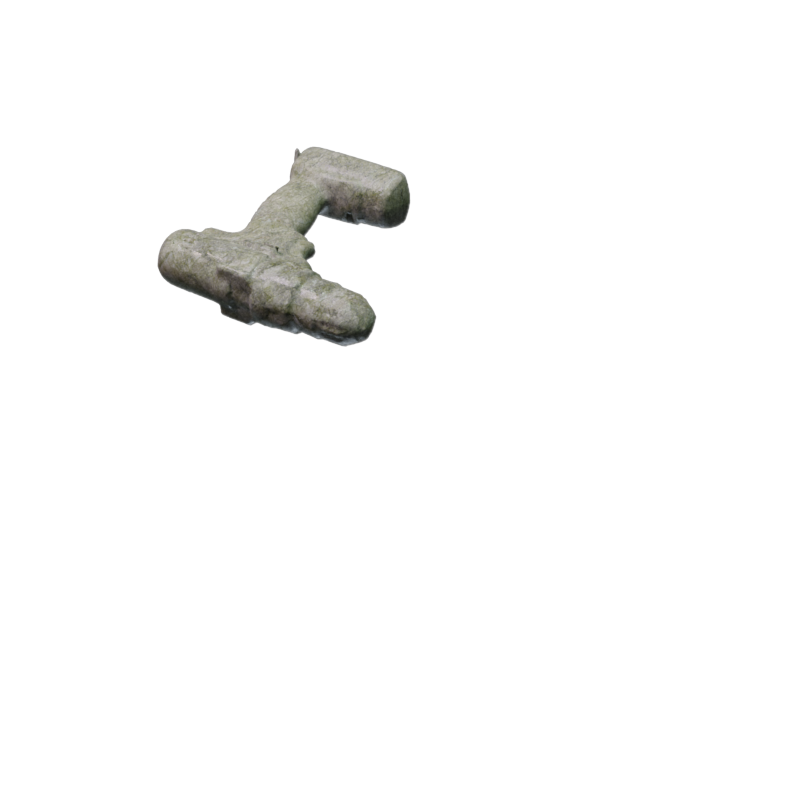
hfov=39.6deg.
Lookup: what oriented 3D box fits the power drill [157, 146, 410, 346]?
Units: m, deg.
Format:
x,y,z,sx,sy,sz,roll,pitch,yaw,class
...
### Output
x,y,z,sx,sy,sz,roll,pitch,yaw,class
-0.068,-0.124,0.869,0.193,0.054,0.192,21,44,23,power drill
